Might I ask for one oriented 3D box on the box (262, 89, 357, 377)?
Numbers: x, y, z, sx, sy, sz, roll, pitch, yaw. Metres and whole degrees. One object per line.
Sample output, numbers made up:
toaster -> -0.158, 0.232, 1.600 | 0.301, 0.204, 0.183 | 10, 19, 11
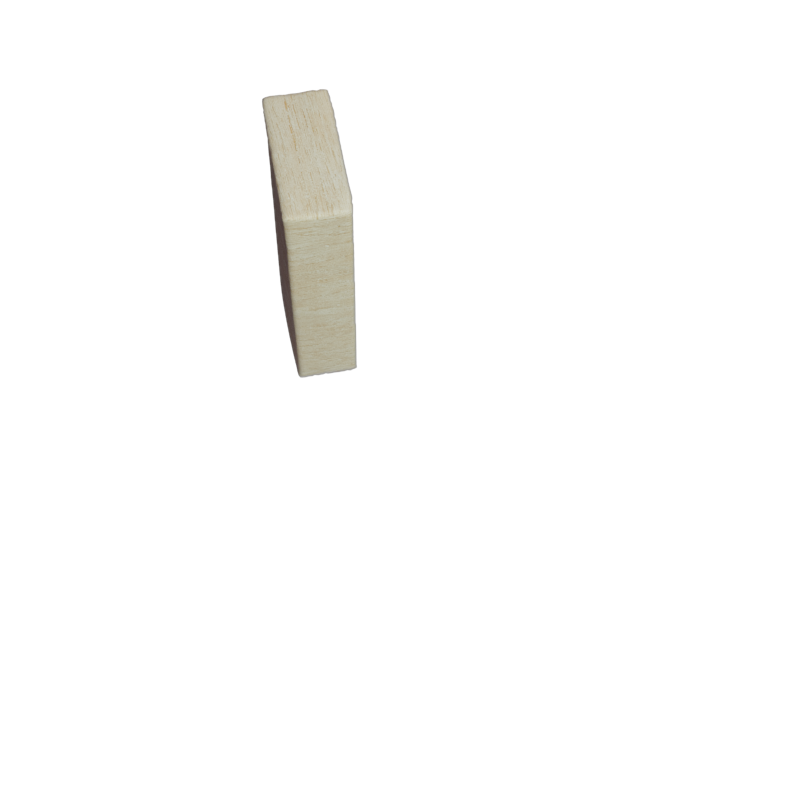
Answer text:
box -> -0.053, -0.097, 0.683 | 0.048, 0.100, 0.165 | -7, -29, -8
